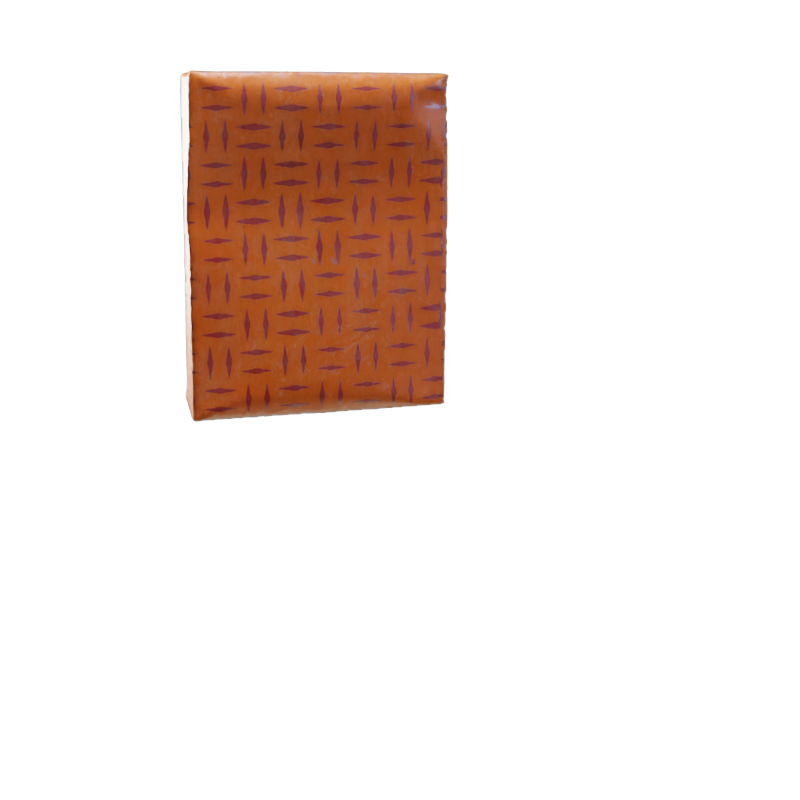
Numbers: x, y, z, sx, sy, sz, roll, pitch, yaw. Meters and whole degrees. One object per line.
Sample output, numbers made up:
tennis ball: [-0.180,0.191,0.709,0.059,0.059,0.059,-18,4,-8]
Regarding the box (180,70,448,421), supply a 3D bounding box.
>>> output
box: [-0.055,-0.100,0.703,0.162,0.210,0.074,-2,8,-12]
